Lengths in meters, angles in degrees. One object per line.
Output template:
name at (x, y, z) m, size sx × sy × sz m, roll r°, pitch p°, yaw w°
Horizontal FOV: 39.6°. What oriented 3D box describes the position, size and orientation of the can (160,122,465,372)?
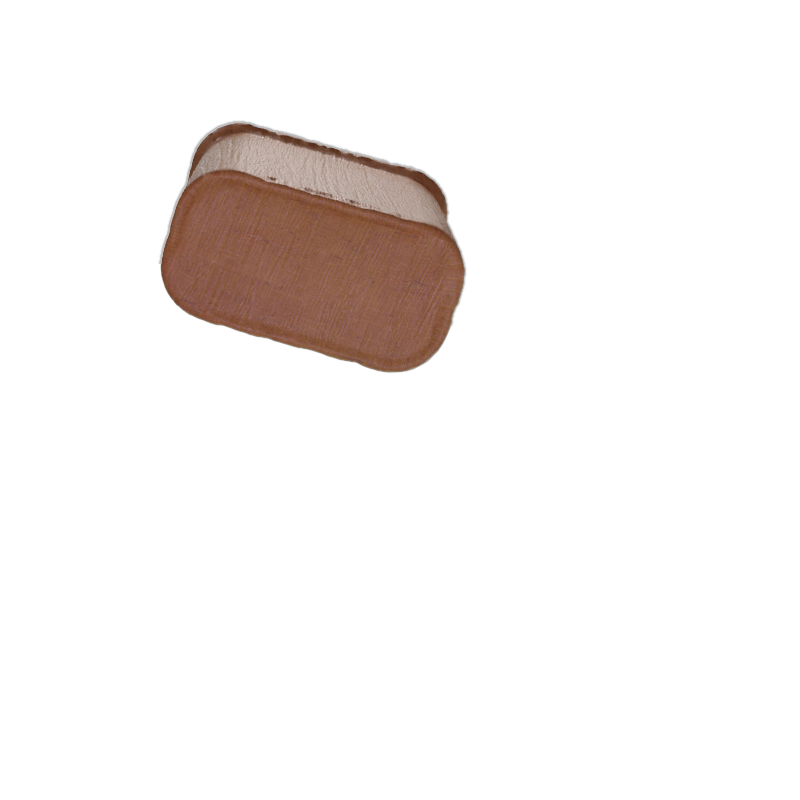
can at (-0.031, -0.056, 0.393) m, size 0.101 × 0.056 × 0.087 m, roll 14°, pitch 18°, yaw -6°
